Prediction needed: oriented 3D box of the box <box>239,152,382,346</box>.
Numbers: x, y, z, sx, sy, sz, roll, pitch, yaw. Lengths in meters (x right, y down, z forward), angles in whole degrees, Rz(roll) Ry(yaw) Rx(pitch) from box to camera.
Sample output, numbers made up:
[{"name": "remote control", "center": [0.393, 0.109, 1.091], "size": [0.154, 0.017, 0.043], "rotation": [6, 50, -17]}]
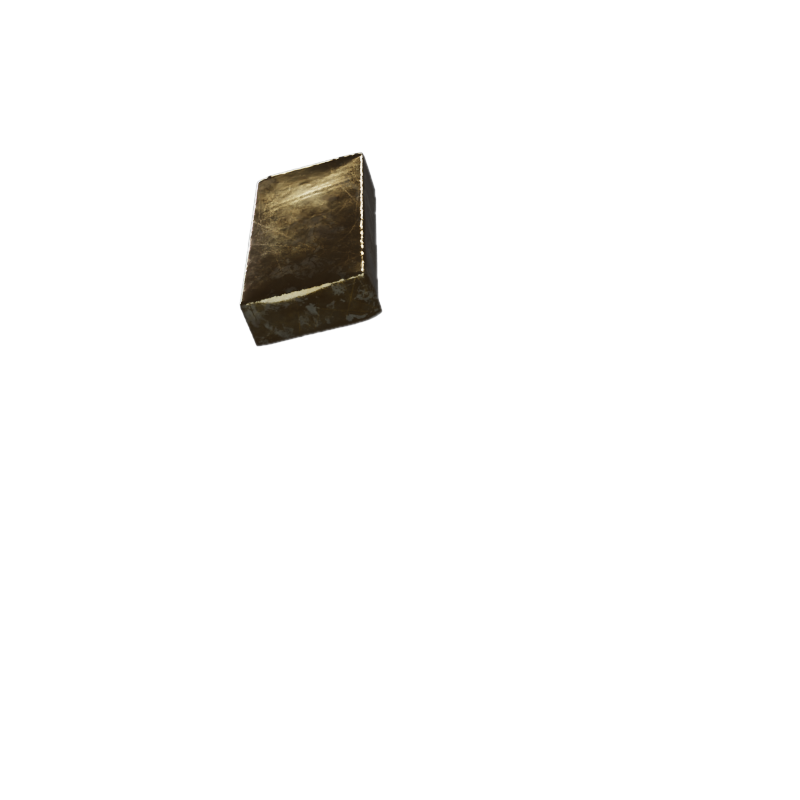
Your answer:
[{"name": "box", "center": [-0.065, -0.118, 0.827], "size": [0.094, 0.044, 0.189], "rotation": [-14, 39, 8]}]
